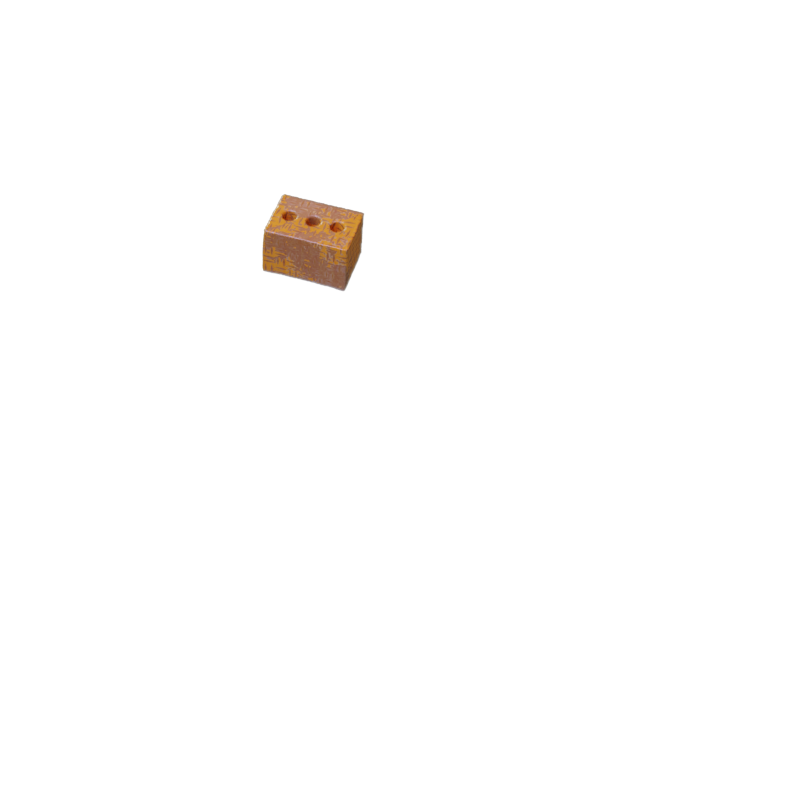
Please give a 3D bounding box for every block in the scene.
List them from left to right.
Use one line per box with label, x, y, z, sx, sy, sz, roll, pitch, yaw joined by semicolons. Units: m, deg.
block;-0.076;-0.139;0.971;0.080;0.055;0.048;14;-41;11
